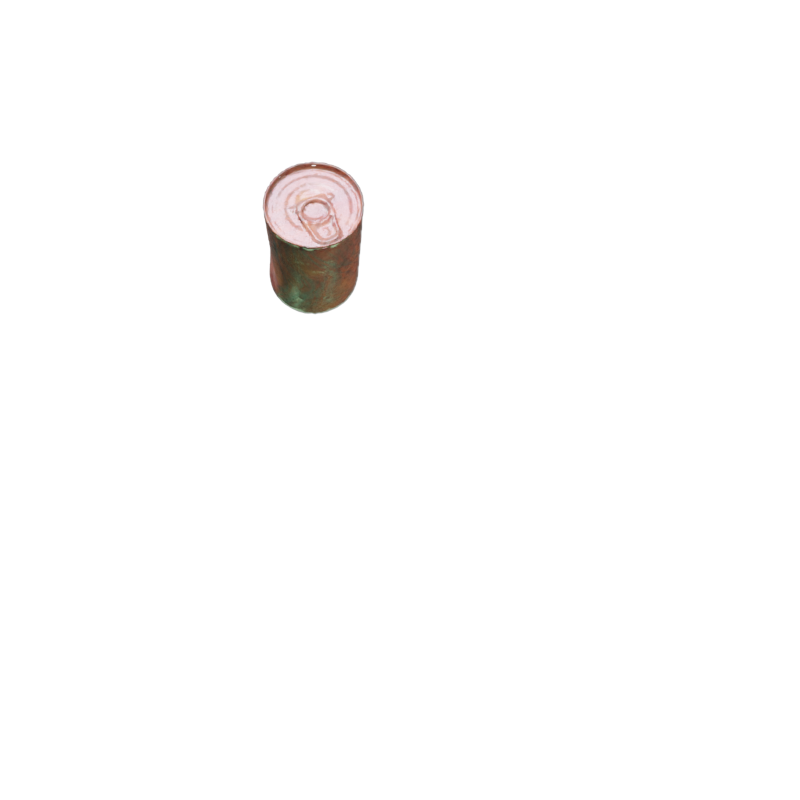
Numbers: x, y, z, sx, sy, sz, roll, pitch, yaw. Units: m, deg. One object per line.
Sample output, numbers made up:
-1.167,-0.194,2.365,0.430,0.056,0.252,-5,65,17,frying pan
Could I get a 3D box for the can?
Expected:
-0.061,-0.112,0.784,0.068,0.073,0.096,0,-26,-3,can
